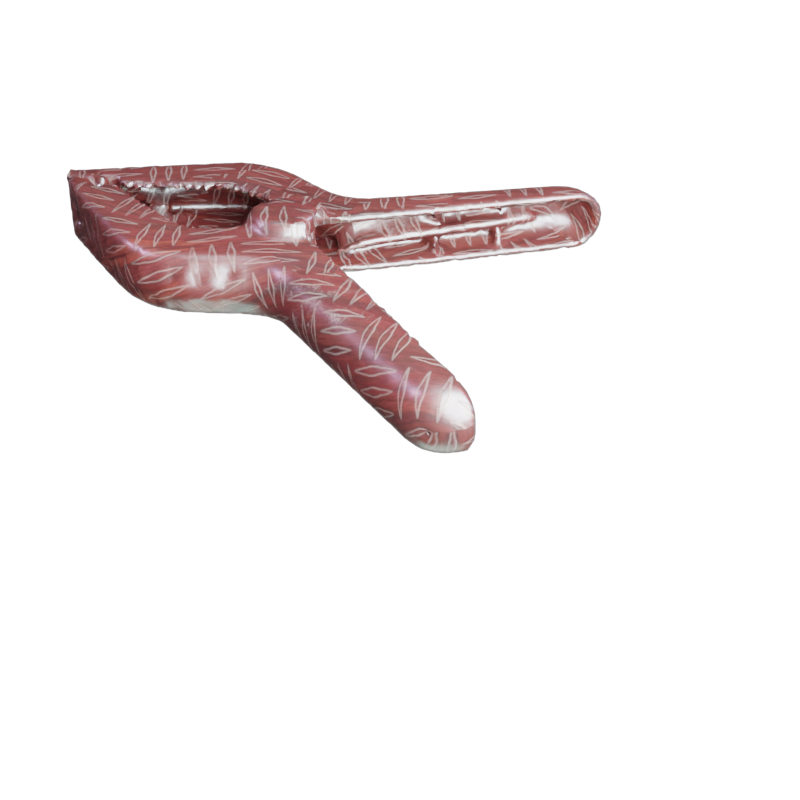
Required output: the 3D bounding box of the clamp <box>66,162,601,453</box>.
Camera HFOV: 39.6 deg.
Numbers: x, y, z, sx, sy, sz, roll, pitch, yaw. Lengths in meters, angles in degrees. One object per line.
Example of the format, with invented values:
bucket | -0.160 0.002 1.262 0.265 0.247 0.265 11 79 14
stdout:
clamp | -0.034 -0.061 0.430 0.220 0.034 0.167 19 37 26
